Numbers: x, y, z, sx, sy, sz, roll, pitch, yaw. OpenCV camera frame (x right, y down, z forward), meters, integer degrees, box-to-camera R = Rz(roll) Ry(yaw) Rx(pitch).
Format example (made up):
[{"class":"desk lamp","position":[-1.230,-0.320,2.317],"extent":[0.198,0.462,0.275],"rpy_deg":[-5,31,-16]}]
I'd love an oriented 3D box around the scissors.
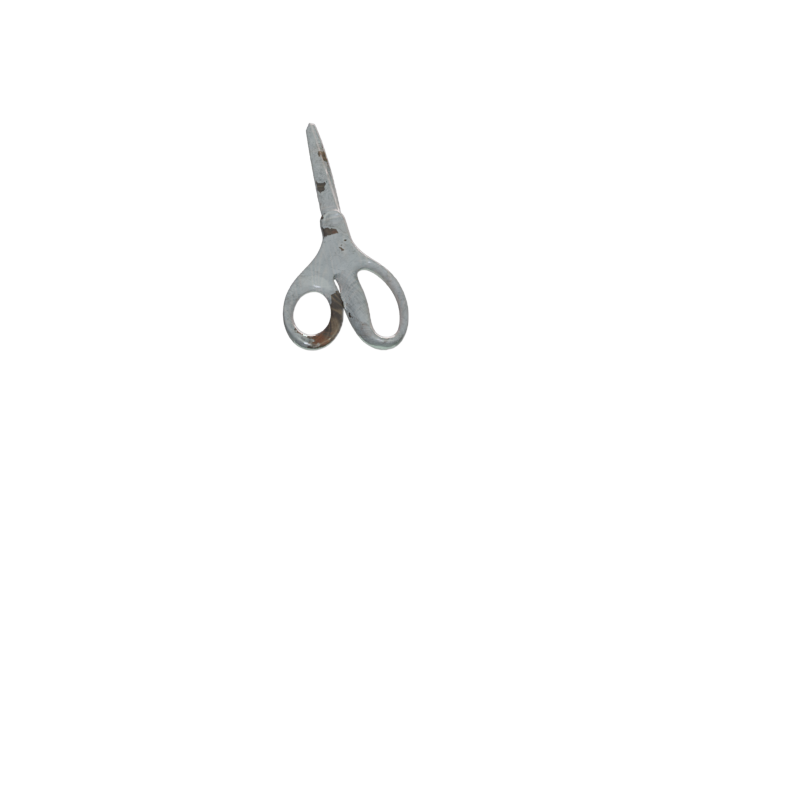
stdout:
[{"class":"scissors","position":[-0.063,-0.116,0.810],"extent":[0.096,0.216,0.015],"rpy_deg":[-23,-28,-13]}]
